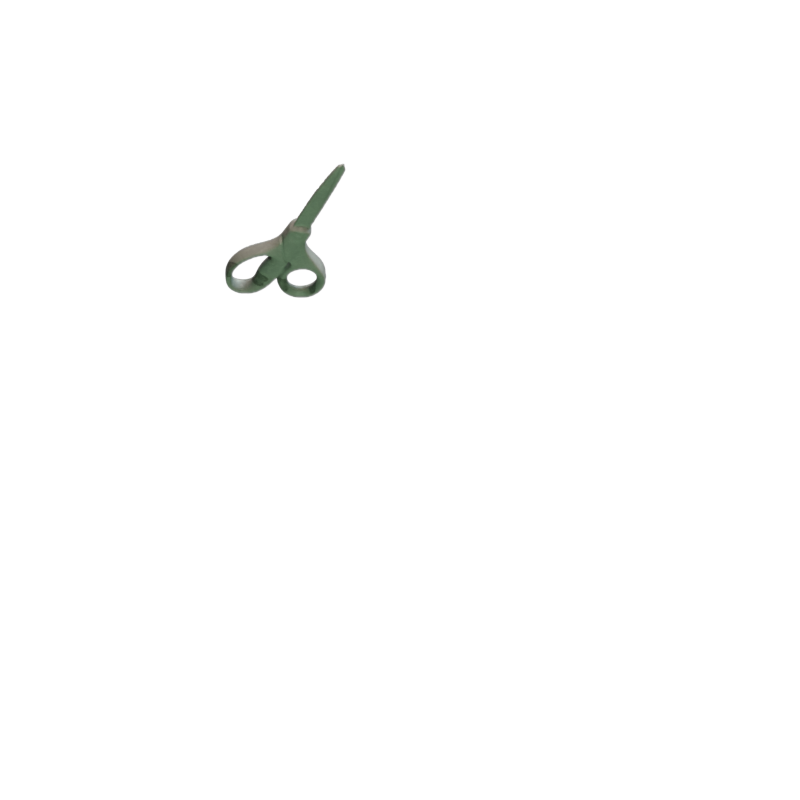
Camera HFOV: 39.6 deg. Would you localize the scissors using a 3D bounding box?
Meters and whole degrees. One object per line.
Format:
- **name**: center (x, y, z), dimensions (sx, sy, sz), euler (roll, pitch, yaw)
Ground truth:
- **scissors**: center (-0.073, -0.132, 0.927), dimensions (0.091, 0.017, 0.201), euler (20, -32, -35)
